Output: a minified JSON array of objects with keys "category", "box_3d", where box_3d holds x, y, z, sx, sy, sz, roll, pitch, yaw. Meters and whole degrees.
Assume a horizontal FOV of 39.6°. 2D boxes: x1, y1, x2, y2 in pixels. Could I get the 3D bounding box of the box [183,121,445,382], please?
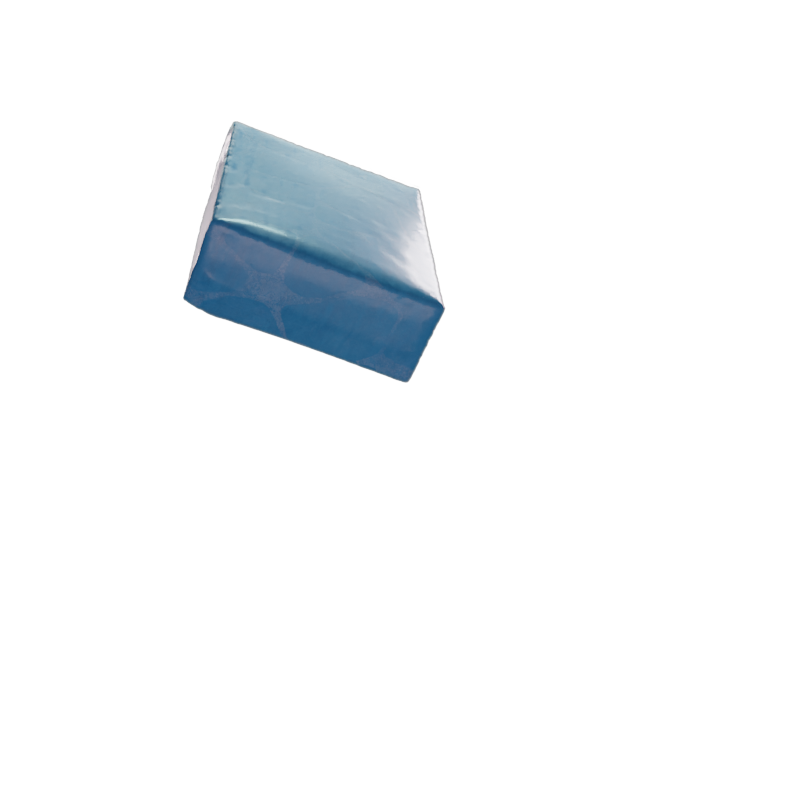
[{"category":"box","box_3d":[-0.063,-0.116,0.809,0.161,0.069,0.226,18,26,-12]}]
